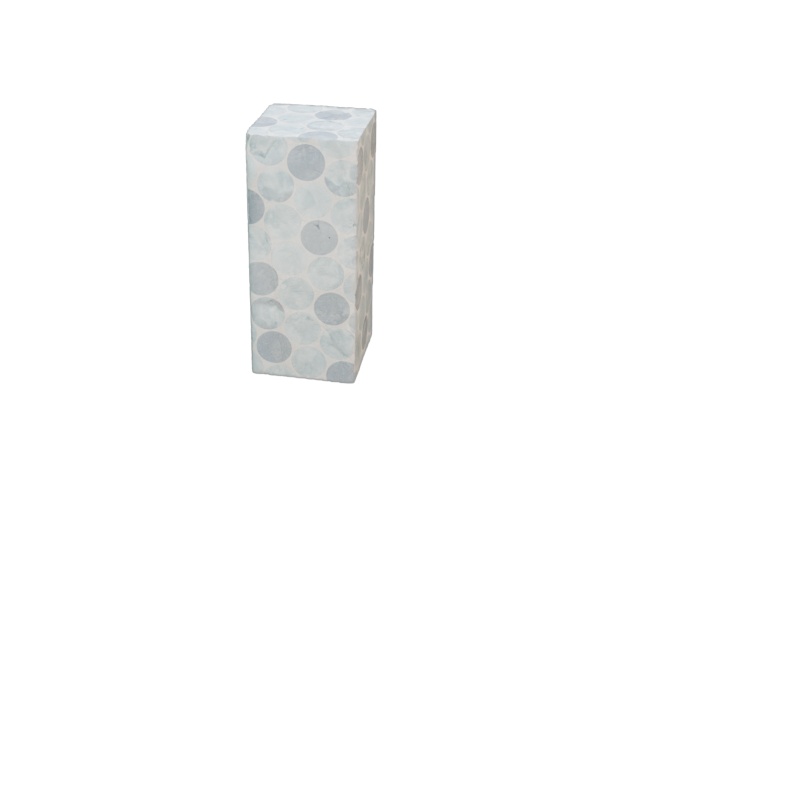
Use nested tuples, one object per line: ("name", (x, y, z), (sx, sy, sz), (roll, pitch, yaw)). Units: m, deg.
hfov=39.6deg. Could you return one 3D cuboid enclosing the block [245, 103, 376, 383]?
("block", (-0.071, -0.129, 0.906), (0.091, 0.195, 0.094), (5, 26, 8))
